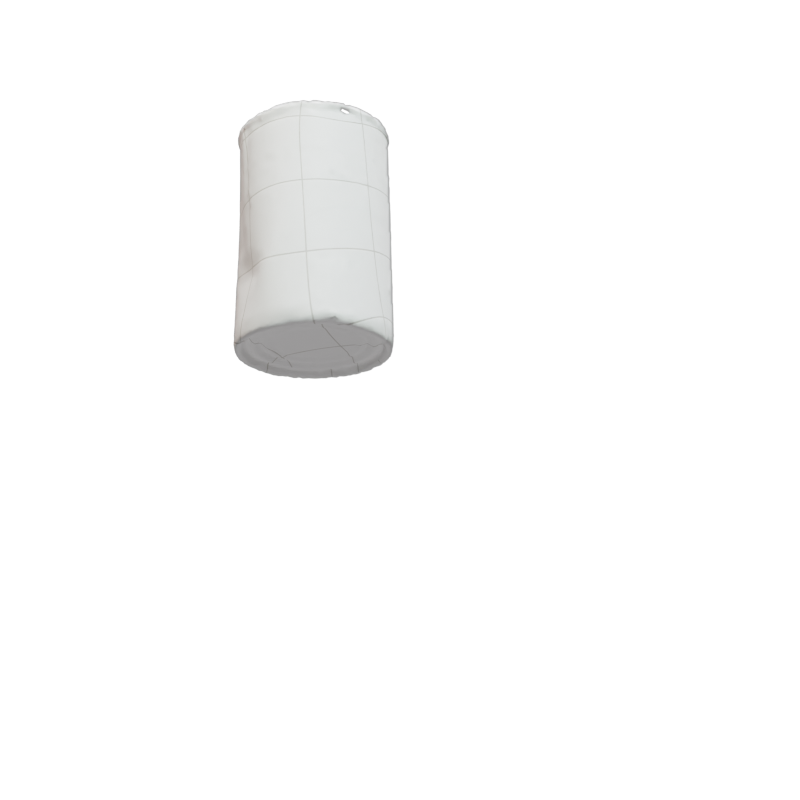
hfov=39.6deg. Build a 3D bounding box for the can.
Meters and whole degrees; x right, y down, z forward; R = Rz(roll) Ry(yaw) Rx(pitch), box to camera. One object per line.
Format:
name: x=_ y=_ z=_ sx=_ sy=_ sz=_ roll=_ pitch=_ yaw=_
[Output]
can: x=-0.037 y=-0.068 z=0.477 sx=0.068 sy=0.108 sz=0.065 roll=0 pitch=-24 yaw=-2
